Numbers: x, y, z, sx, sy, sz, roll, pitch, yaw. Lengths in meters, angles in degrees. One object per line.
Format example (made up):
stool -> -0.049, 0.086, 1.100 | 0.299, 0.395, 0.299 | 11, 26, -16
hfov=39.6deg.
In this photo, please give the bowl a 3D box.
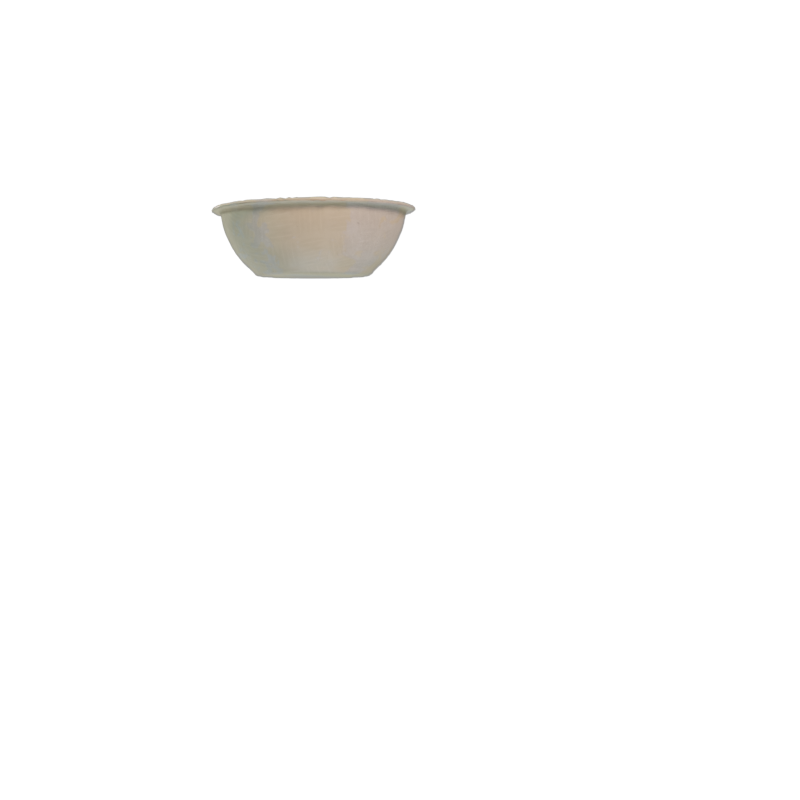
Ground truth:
bowl -> -0.069, -0.126, 0.880 | 0.162, 0.055, 0.162 | 0, 3, -2
